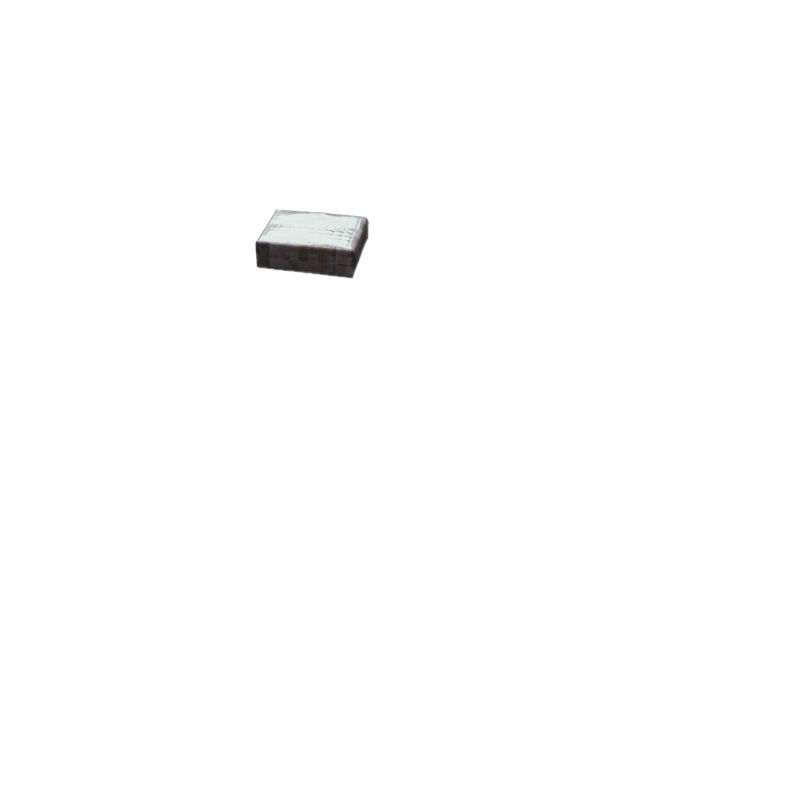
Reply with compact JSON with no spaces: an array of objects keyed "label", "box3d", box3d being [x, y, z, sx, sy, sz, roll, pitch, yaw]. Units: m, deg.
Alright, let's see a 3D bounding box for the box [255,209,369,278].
[{"label":"box","box3d":[-0.077,-0.141,0.989,0.091,0.028,0.076,6,31,9]}]
